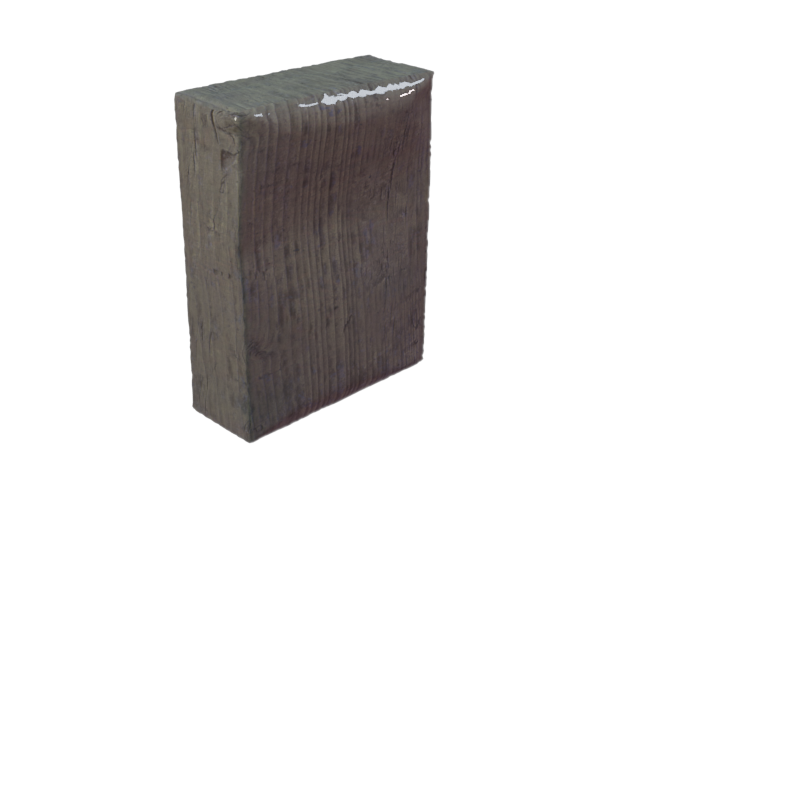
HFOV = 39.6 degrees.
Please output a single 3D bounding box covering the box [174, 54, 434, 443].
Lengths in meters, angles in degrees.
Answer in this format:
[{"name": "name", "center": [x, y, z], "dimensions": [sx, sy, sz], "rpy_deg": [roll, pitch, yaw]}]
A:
[{"name": "box", "center": [-0.056, -0.102, 0.716], "dimensions": [0.162, 0.203, 0.076], "rpy_deg": [-22, 33, -40]}]
